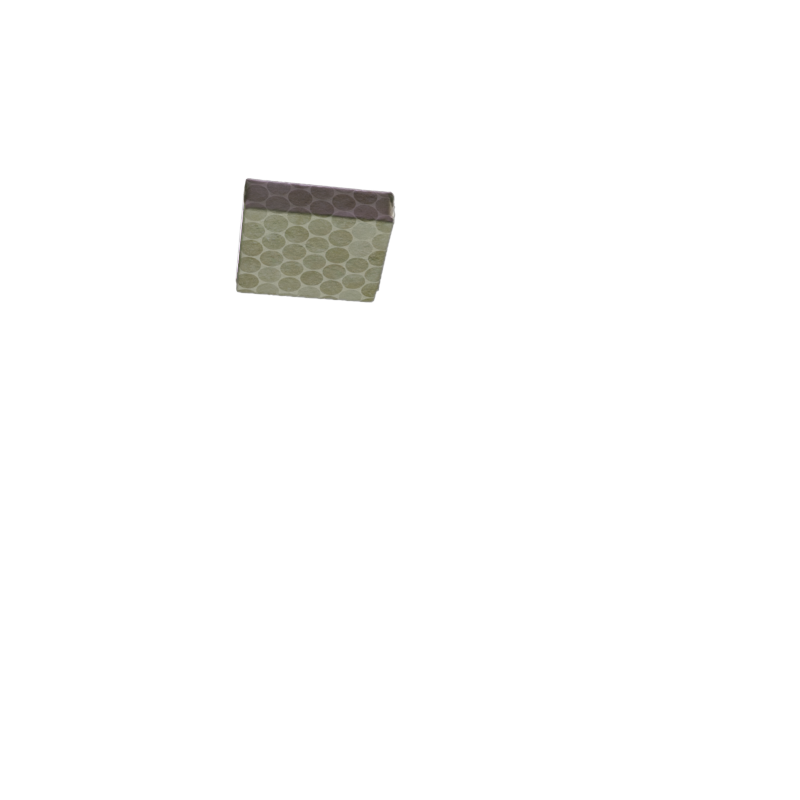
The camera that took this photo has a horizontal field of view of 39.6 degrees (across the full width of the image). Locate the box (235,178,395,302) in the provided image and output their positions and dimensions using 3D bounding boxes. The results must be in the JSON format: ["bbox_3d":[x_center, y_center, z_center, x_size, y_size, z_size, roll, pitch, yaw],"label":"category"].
[{"bbox_3d":[-0.052,-0.095,0.666,0.088,0.032,0.069,5,-39,-6],"label":"box"}]
